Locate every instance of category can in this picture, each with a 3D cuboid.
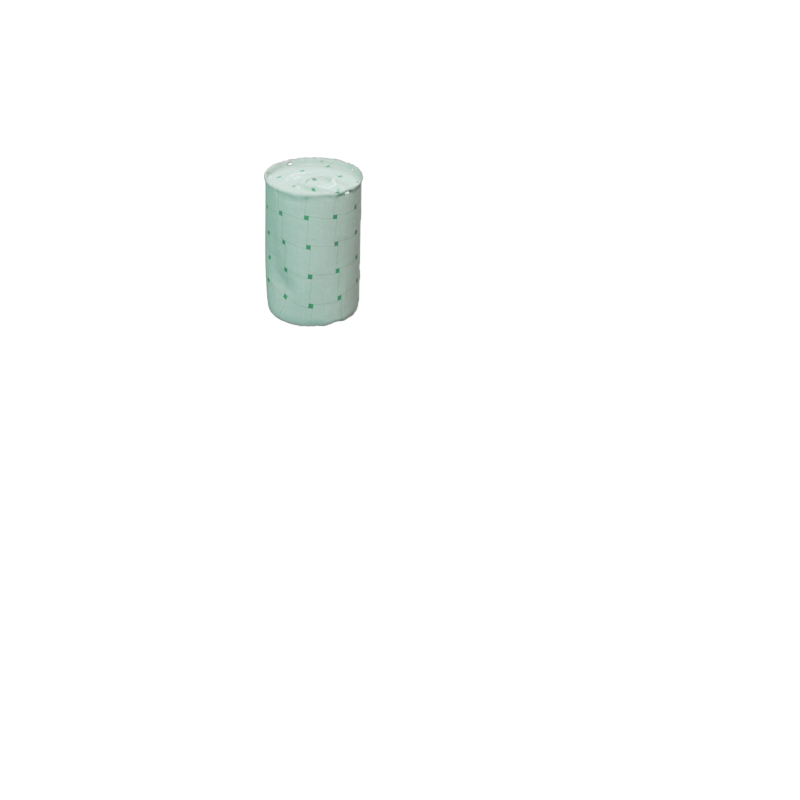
[{"bbox_3d":[-0.061,-0.111,0.779,0.068,0.097,0.073,0,28,-2],"label":"can"}]
